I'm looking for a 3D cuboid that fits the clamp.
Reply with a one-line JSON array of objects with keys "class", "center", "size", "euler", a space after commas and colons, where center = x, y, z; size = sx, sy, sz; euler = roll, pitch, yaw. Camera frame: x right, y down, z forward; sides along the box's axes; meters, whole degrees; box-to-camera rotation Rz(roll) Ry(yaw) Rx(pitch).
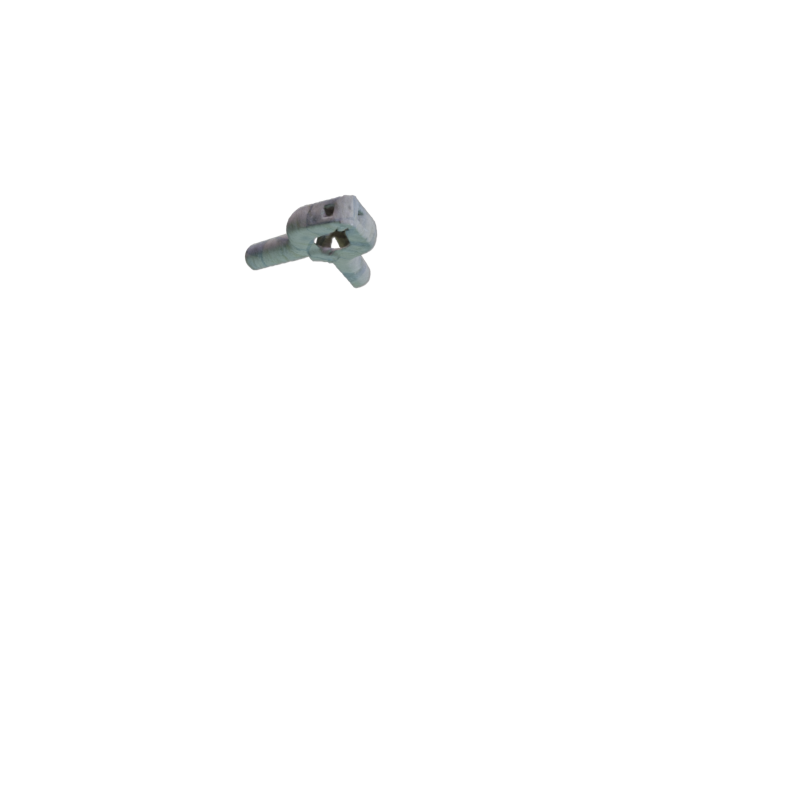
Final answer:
[{"class": "clamp", "center": [-0.077, -0.141, 0.989], "size": [0.119, 0.041, 0.165], "euler": [2, -16, -7]}]
